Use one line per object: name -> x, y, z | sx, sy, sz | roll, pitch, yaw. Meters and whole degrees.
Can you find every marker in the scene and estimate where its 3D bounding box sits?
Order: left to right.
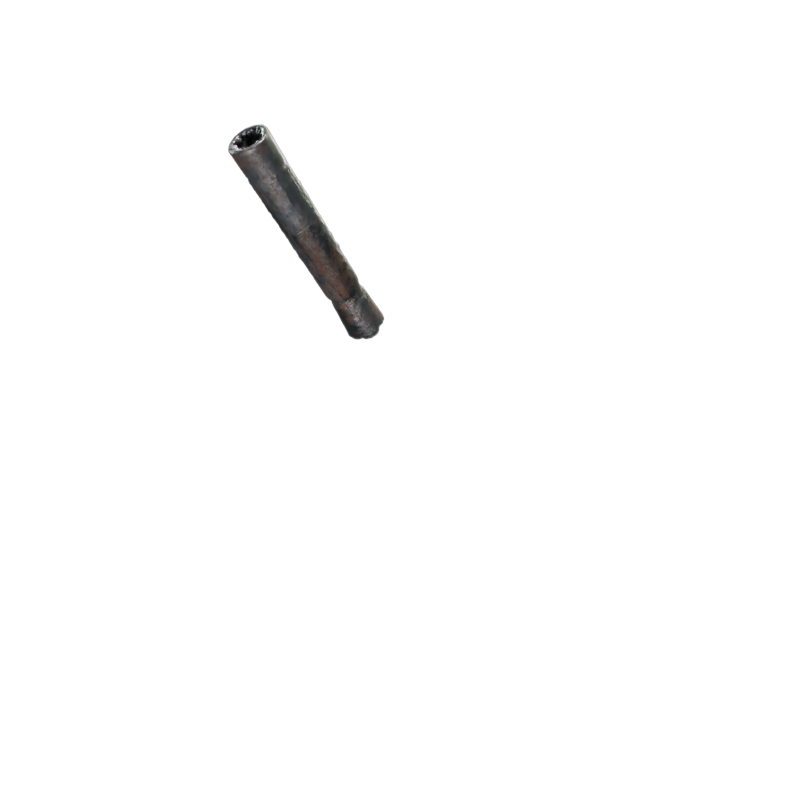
marker -> -0.038, -0.070, 0.487 | 0.020, 0.112, 0.021 | -21, 38, 16
